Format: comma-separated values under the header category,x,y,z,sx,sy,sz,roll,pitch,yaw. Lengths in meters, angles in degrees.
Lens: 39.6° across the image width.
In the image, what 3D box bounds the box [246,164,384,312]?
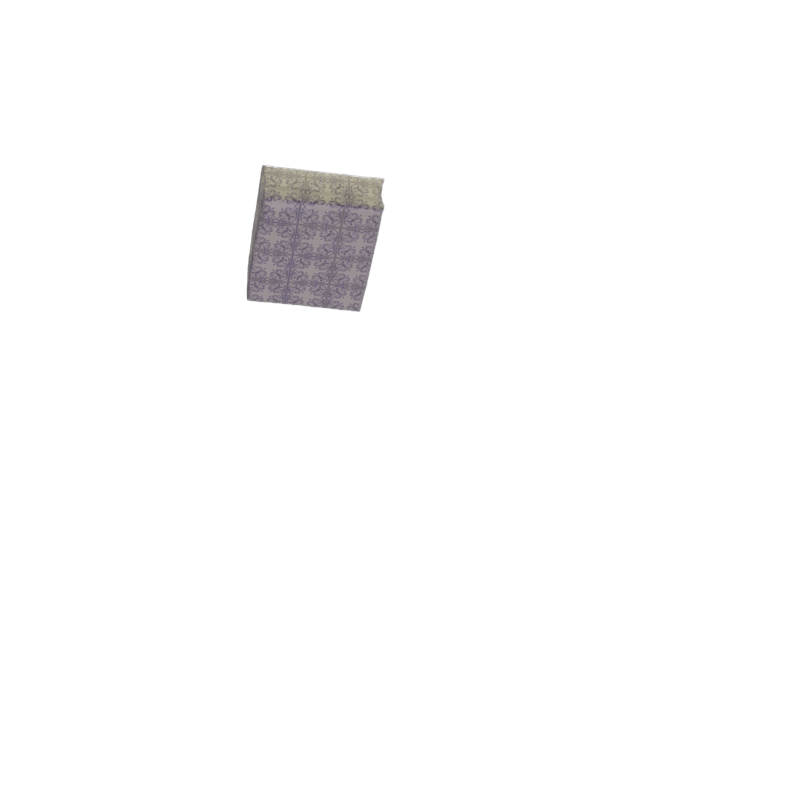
category,x,y,z,sx,sy,sz,roll,pitch,yaw
box,-0.064,-0.117,0.820,0.089,0.042,0.107,6,-40,-8
